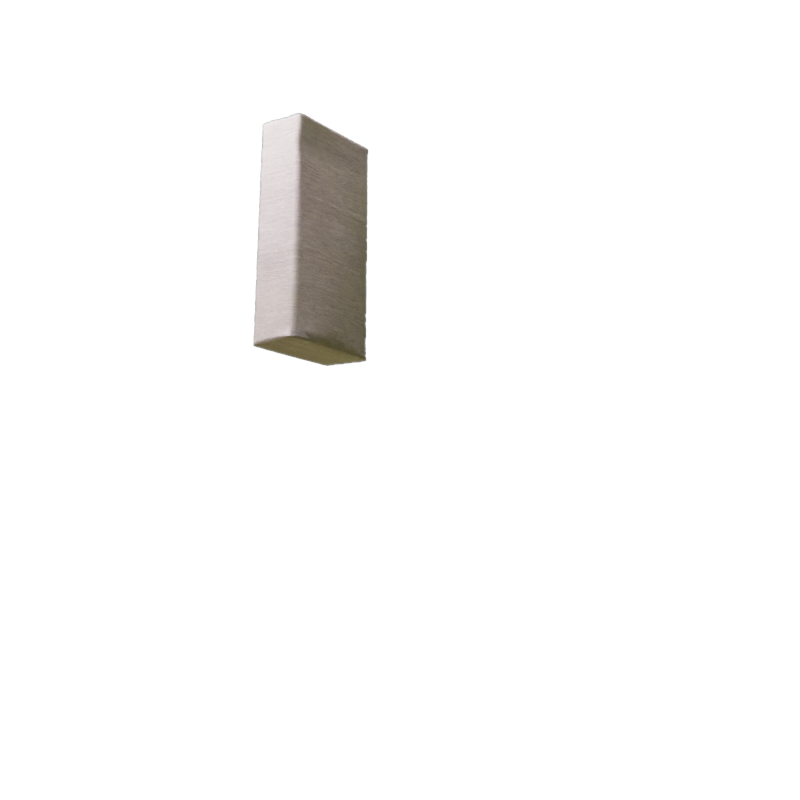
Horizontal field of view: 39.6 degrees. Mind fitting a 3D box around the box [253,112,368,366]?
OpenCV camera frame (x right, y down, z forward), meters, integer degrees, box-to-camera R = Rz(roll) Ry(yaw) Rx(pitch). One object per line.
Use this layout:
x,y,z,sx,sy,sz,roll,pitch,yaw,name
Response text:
-0.067,-0.122,0.853,0.049,0.184,0.088,-14,-21,33,box
